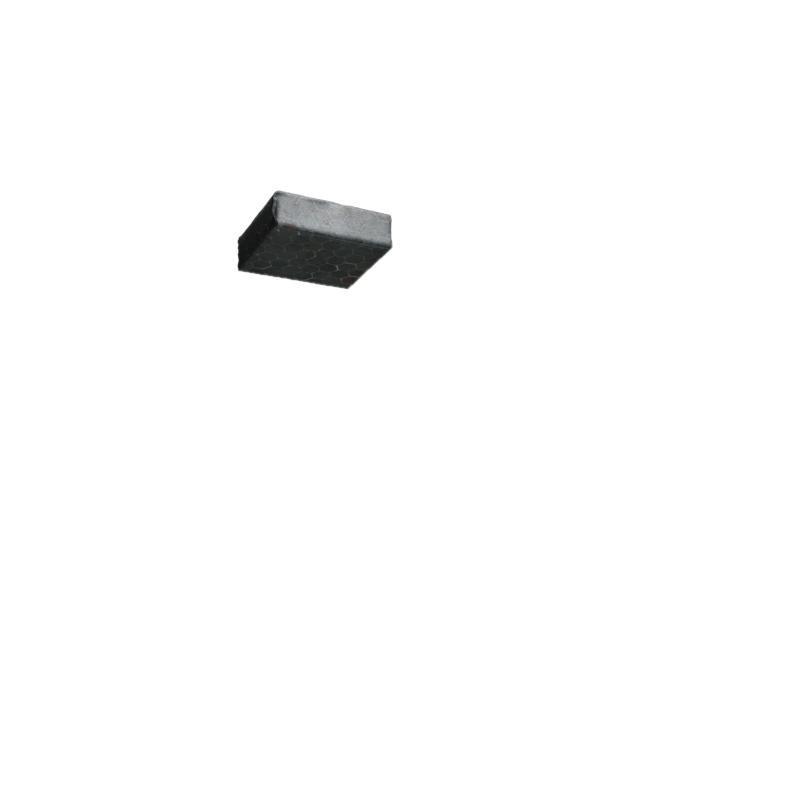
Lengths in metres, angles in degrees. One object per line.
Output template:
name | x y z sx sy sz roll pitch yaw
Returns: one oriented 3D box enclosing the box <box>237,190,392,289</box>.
box | -0.061 -0.110 0.772 0.086 0.032 0.072 9 -24 -23
